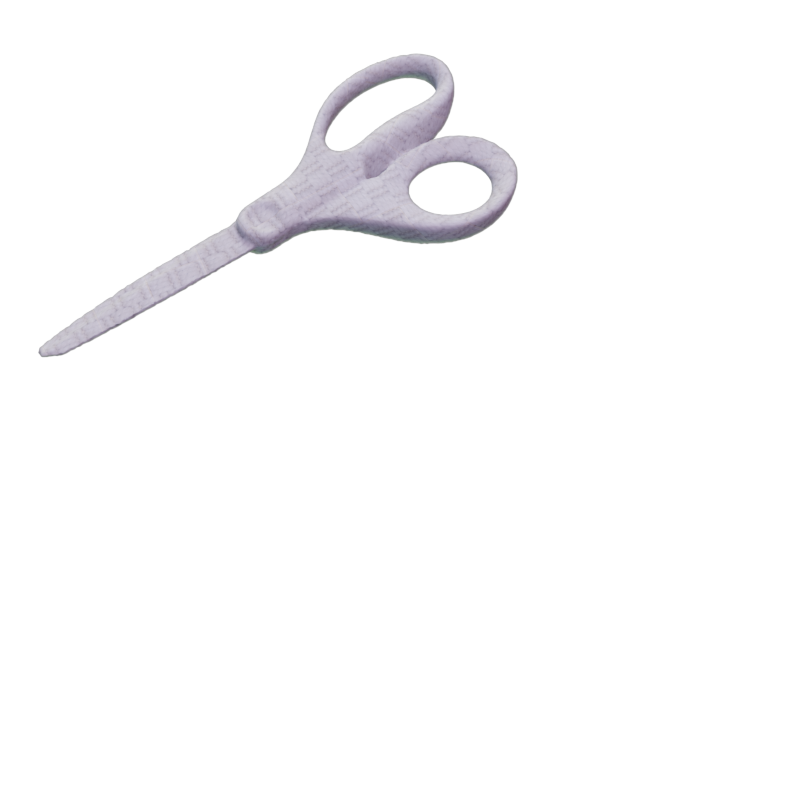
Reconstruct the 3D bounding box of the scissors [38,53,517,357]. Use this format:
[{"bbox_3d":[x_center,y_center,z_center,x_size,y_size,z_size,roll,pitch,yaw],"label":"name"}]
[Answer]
[{"bbox_3d":[-0.034,-0.061,0.428,0.100,0.205,0.015,34,-24,17],"label":"scissors"}]
